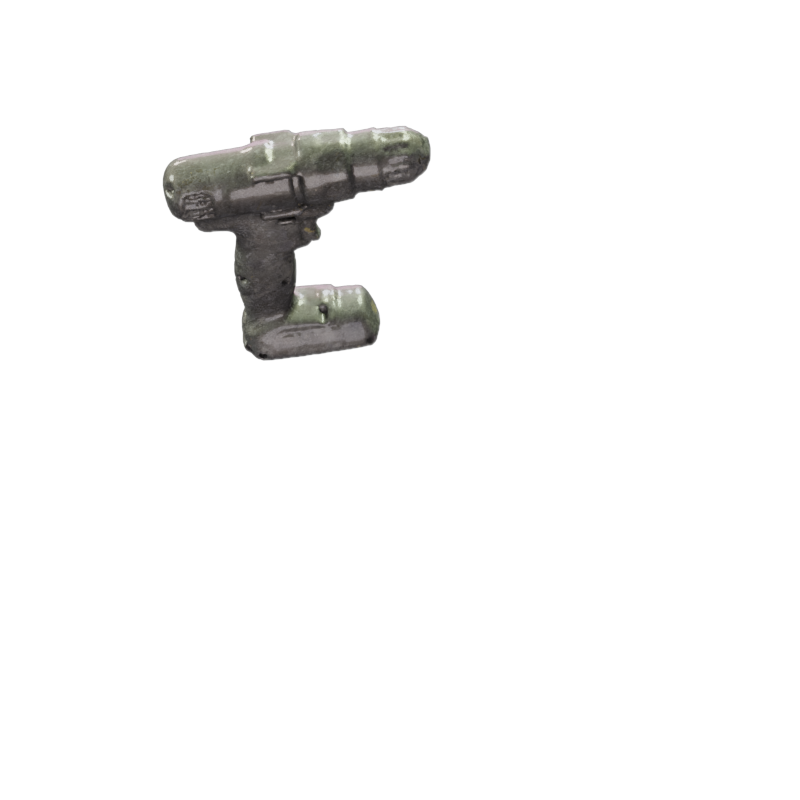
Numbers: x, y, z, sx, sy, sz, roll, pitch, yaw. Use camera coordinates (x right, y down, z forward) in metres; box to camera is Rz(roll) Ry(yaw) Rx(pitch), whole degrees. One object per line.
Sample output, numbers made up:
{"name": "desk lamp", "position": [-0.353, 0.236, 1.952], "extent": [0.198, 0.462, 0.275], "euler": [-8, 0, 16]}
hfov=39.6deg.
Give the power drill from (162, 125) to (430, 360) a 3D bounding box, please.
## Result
{"name": "power drill", "position": [-0.063, -0.115, 0.804], "extent": [0.185, 0.062, 0.173], "euler": [-6, -45, 6]}
